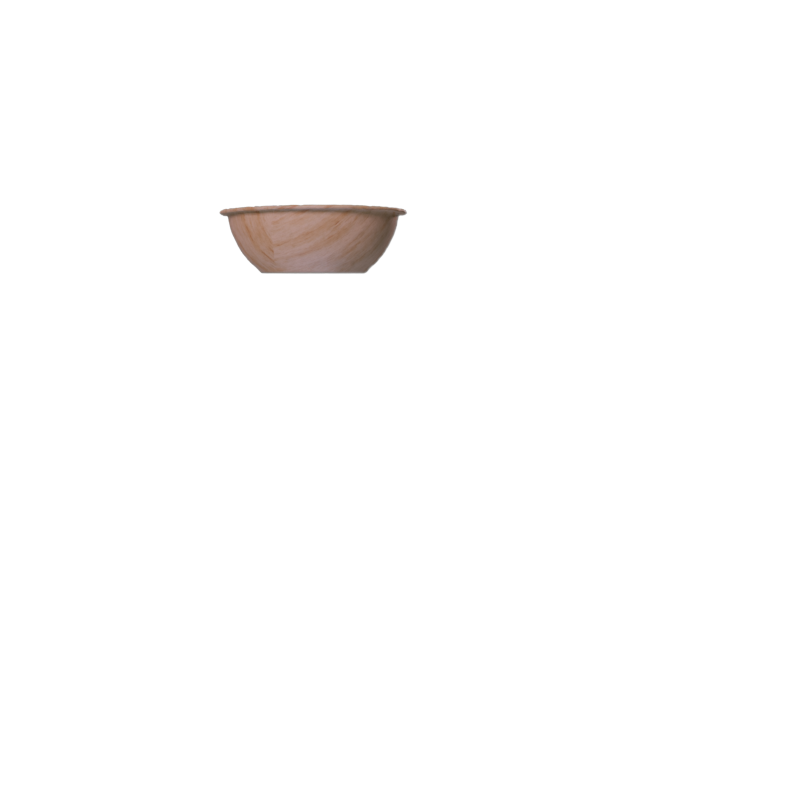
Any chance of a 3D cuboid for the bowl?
[{"bbox_3d":[-0.075,-0.136,0.956,0.162,0.055,0.163,0,6,-2],"label":"bowl"}]
